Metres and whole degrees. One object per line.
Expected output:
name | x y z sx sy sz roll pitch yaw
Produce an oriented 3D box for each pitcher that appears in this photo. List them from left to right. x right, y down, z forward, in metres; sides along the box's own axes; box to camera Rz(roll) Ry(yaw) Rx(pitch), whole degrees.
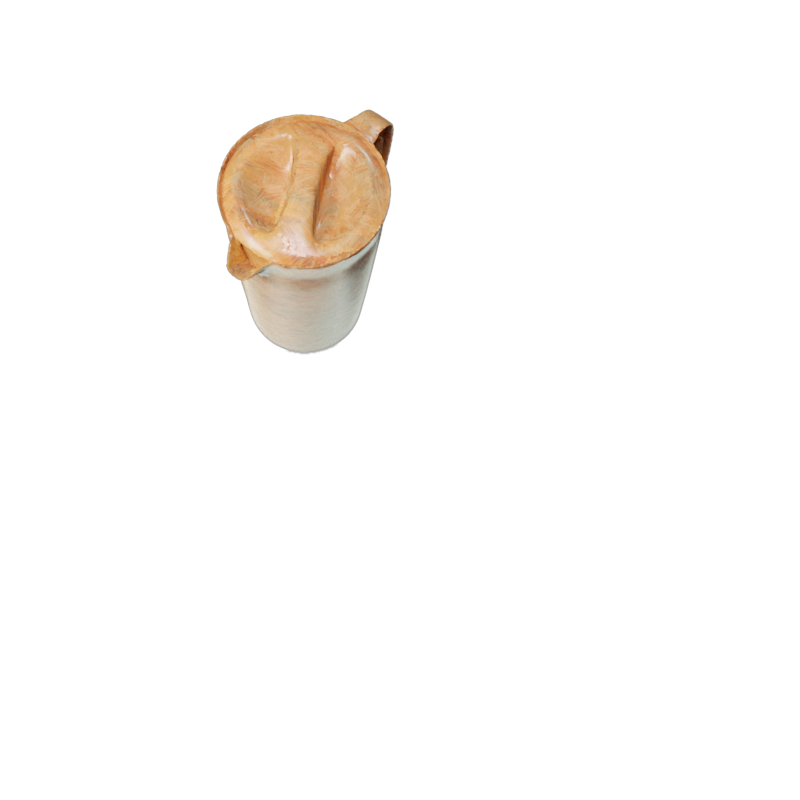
pitcher | -0.074 -0.136 0.951 0.148 0.153 0.232 -7 -19 -6
